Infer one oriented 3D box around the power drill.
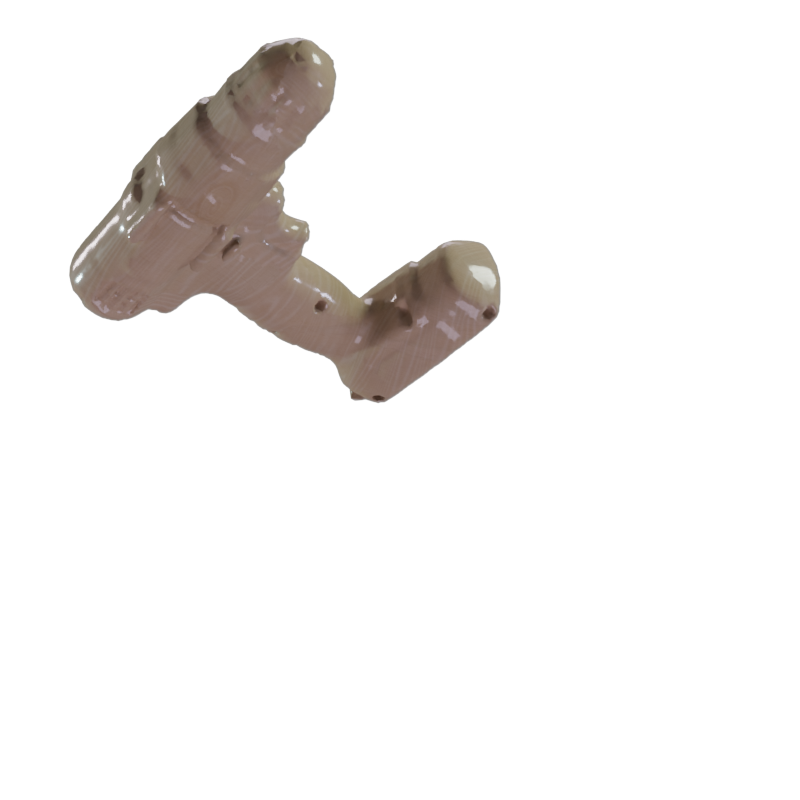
[{"bbox_3d":[-0.042,-0.077,0.543,0.177,0.062,0.182,27,-46,-30],"label":"power drill"}]
